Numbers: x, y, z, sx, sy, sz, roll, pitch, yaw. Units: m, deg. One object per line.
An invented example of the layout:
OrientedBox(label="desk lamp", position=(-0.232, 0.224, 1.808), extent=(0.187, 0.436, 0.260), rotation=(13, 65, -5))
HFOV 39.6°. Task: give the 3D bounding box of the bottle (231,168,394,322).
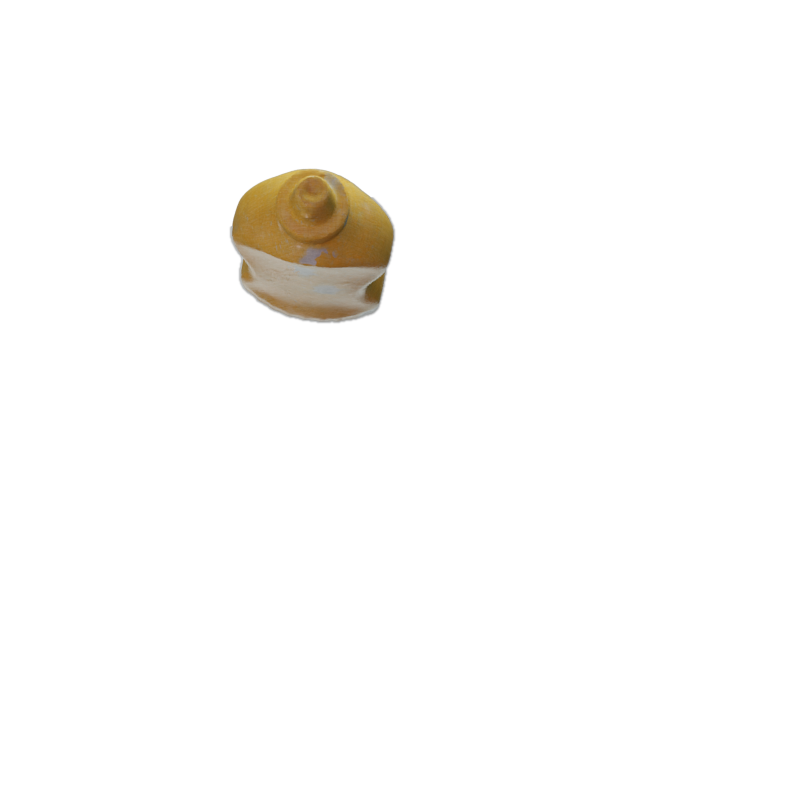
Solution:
OrientedBox(label="bottle", position=(-0.053, -0.096, 0.674), extent=(0.096, 0.060, 0.186), rotation=(13, -11, -1))
